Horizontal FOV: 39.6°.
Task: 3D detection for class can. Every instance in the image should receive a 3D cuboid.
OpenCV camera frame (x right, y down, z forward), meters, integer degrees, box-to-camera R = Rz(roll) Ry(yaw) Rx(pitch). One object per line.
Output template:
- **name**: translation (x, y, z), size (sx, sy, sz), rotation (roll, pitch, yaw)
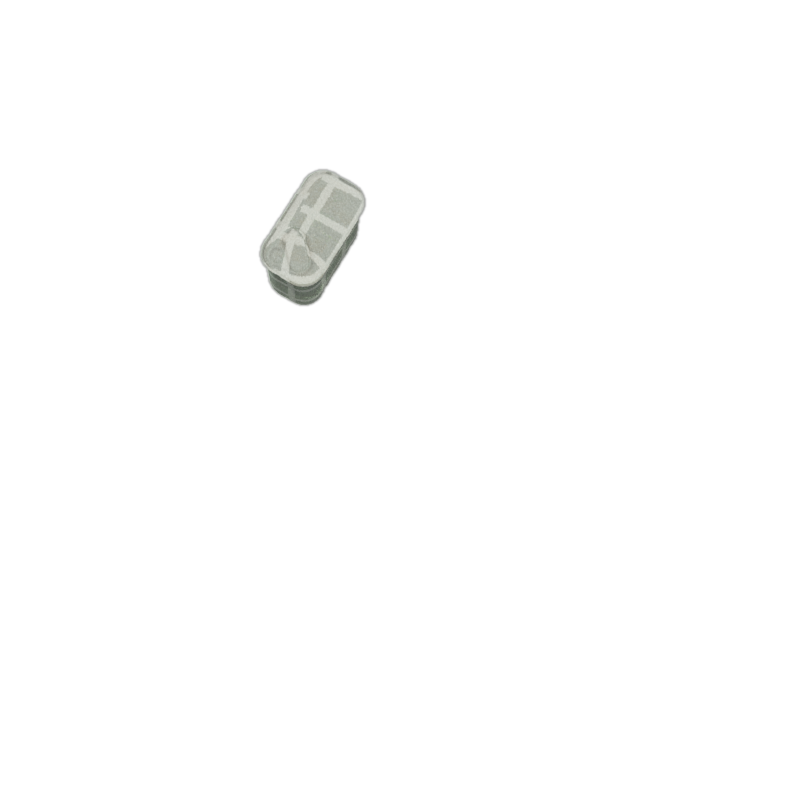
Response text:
- **can**: translation (-0.076, -0.138, 0.968), size (0.058, 0.104, 0.081), rotation (30, -13, 3)
